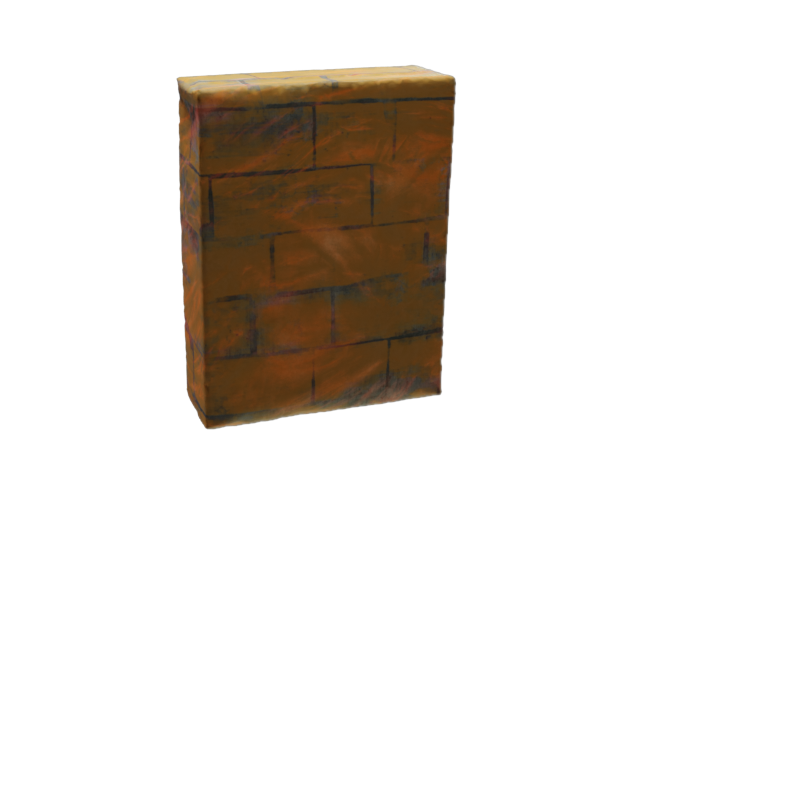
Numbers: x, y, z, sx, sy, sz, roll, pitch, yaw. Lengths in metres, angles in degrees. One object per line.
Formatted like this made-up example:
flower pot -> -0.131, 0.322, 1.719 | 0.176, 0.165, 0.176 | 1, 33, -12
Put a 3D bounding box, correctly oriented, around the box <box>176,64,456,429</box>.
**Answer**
box -> -0.055, -0.101, 0.707 | 0.161, 0.205, 0.076 | -7, 19, -20
